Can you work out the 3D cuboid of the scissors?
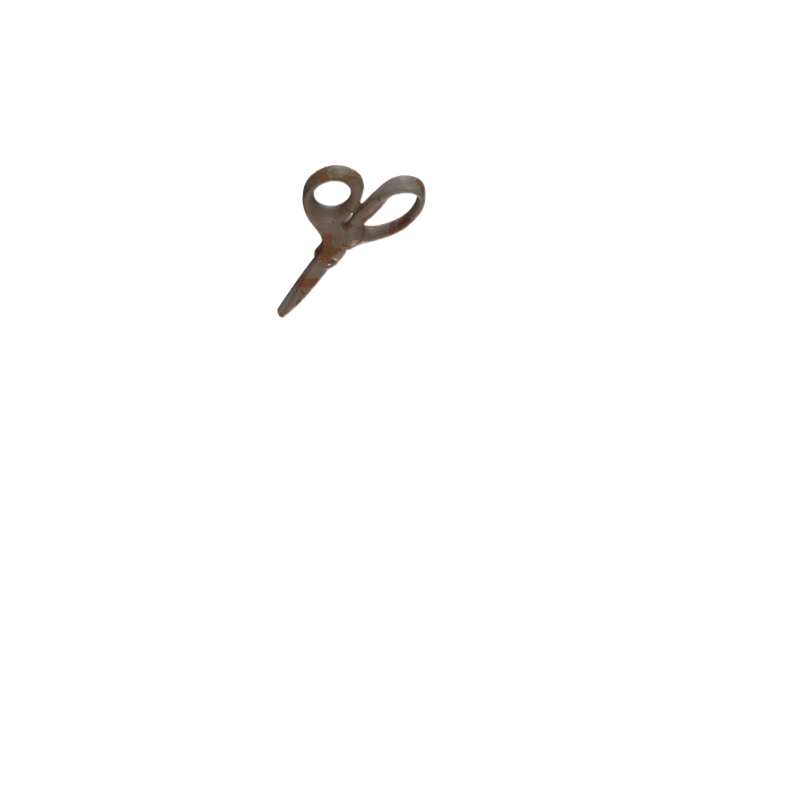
[{"bbox_3d":[-0.066,-0.120,0.841,0.091,0.017,0.201,25,-38,-36],"label":"scissors"}]
